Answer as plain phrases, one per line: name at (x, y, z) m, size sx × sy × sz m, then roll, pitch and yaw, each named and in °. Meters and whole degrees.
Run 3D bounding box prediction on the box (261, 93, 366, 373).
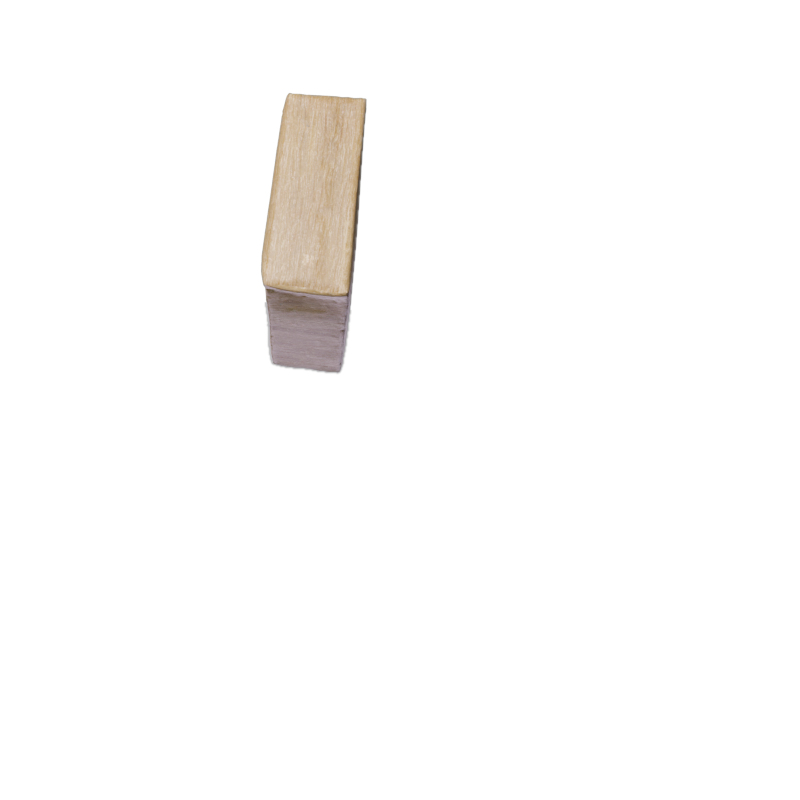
box at (-0.072, -0.131, 0.921) m, size 0.072 × 0.171 × 0.205 m, roll 5°, pitch -18°, yaw -3°
